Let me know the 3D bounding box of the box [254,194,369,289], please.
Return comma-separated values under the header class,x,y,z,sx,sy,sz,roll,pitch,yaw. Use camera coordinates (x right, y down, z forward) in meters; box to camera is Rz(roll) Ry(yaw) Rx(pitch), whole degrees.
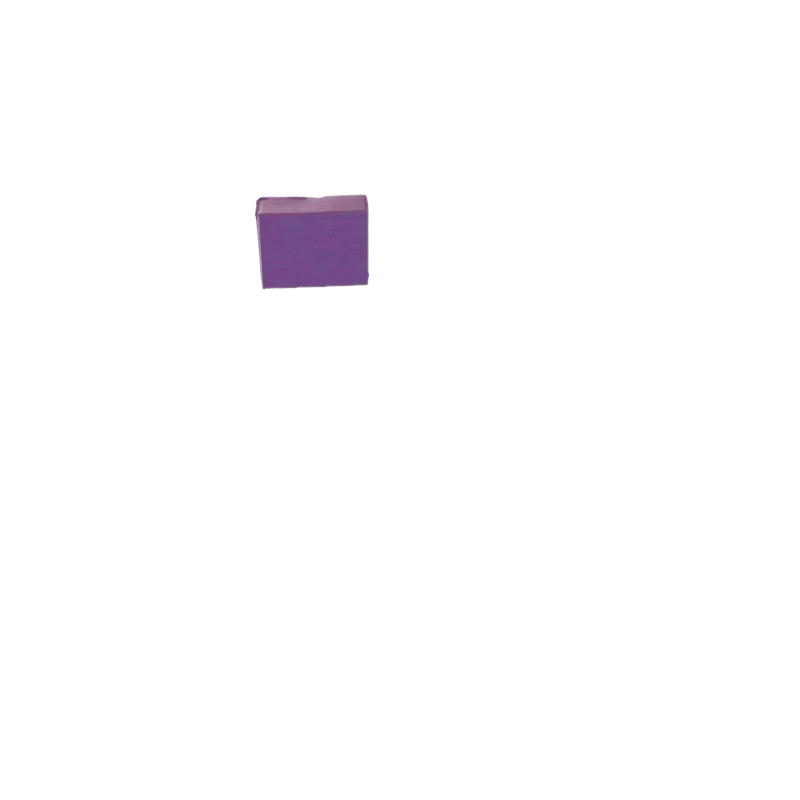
class,x,y,z,sx,sy,sz,roll,pitch,yaw
box,-0.070,-0.127,0.891,0.089,0.068,0.032,-1,39,0
